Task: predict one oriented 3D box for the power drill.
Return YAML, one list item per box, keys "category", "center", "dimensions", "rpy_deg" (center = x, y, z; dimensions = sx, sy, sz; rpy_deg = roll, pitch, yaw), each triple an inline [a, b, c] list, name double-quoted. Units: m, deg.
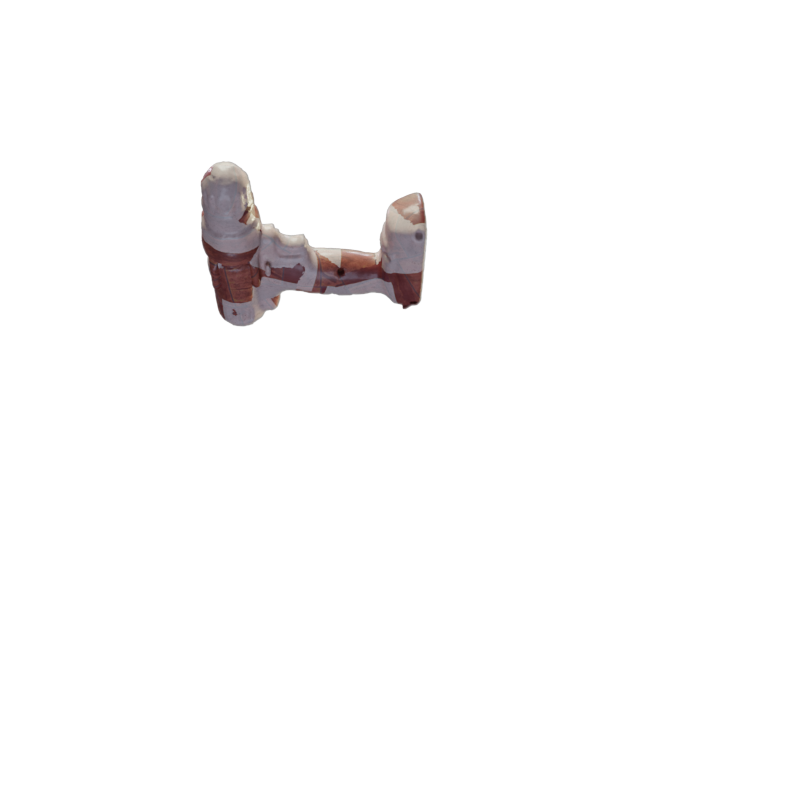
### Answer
- category: "power drill"
  center: [-0.073, -0.134, 0.939]
  dimensions: [0.188, 0.061, 0.172]
  rpy_deg: [0, -35, 0]
